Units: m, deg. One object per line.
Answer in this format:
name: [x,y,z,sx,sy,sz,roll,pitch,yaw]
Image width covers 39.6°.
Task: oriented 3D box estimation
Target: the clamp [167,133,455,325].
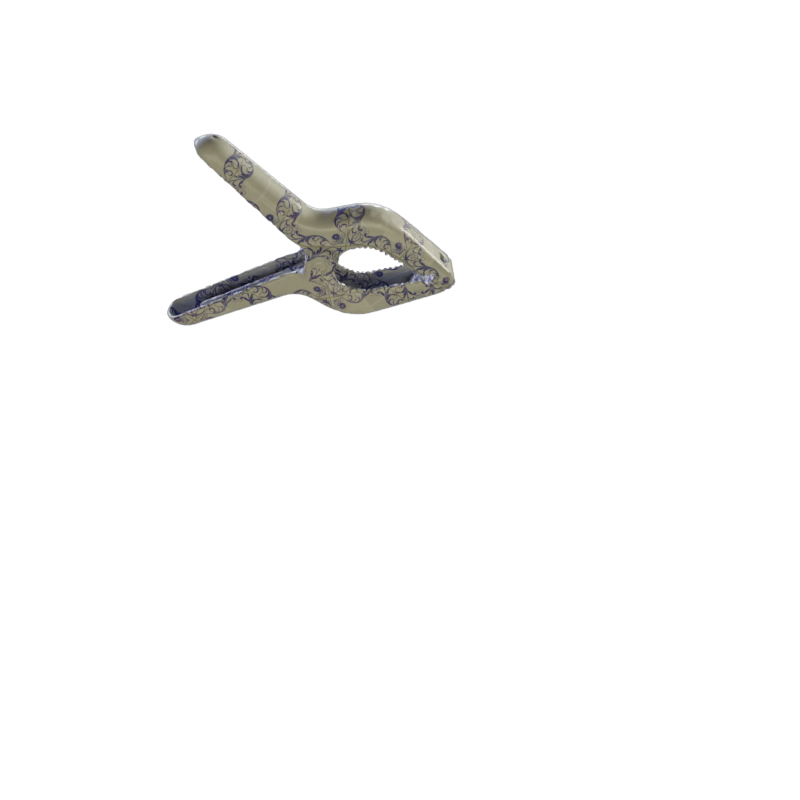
clamp: [-0.062,-0.114,0.798,0.209,0.154,0.039,4,41,-4]
